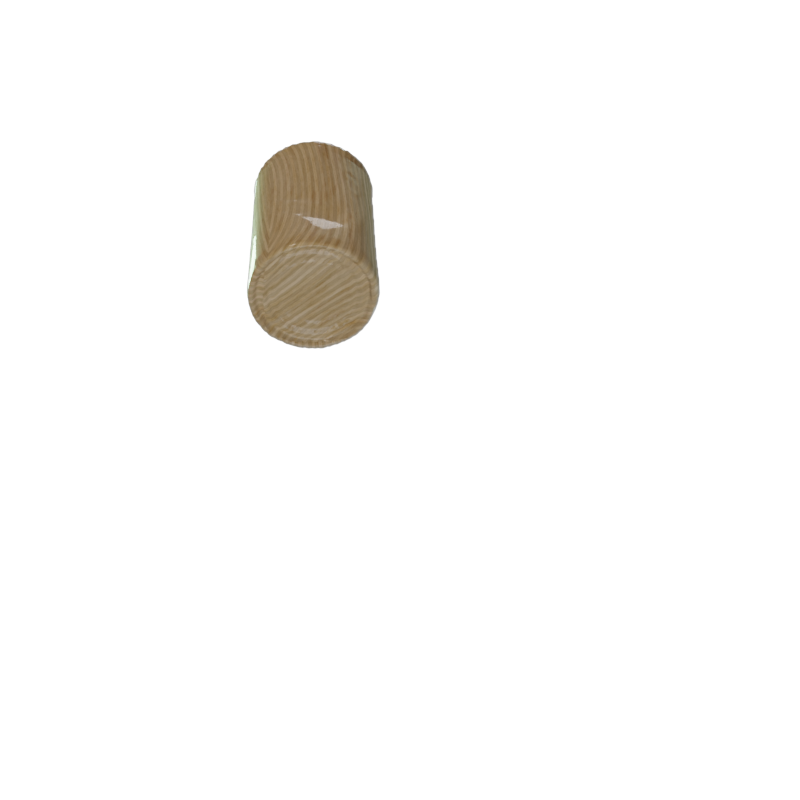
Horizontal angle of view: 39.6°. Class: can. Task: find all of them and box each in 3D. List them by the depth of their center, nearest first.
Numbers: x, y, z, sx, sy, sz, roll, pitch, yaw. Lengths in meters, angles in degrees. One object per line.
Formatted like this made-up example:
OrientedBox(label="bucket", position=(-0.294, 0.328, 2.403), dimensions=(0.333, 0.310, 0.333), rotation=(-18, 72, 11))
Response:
OrientedBox(label="can", position=(-0.046, -0.085, 0.593), dimensions=(0.068, 0.064, 0.109), rotation=(-1, 38, -3))
